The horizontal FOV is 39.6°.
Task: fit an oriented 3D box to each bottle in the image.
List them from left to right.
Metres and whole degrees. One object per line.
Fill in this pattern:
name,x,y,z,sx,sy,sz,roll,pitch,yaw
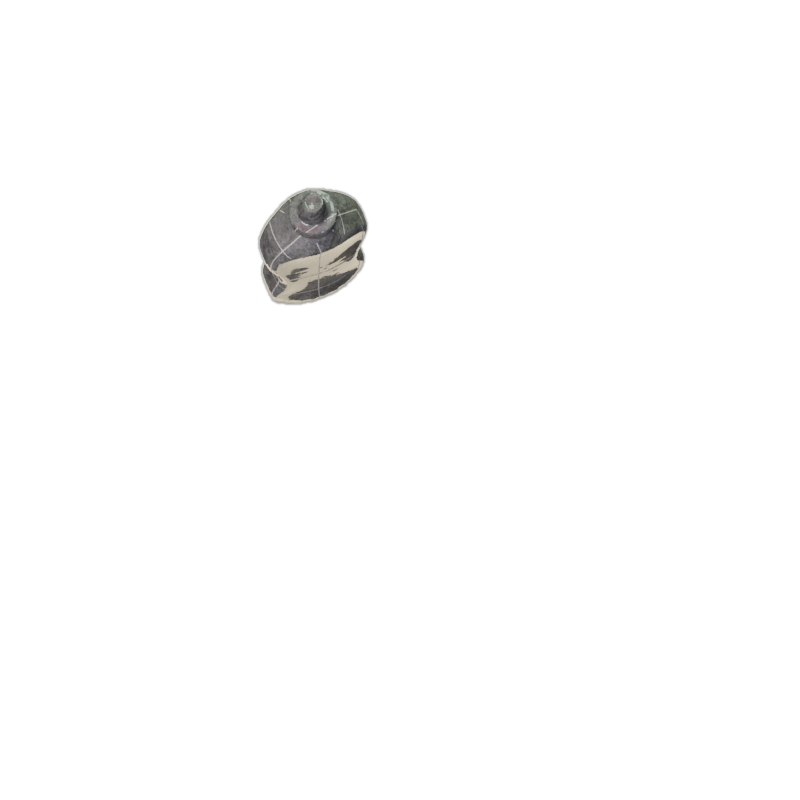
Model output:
bottle,-0.077,-0.141,0.982,0.096,0.060,0.185,-21,-9,-8
